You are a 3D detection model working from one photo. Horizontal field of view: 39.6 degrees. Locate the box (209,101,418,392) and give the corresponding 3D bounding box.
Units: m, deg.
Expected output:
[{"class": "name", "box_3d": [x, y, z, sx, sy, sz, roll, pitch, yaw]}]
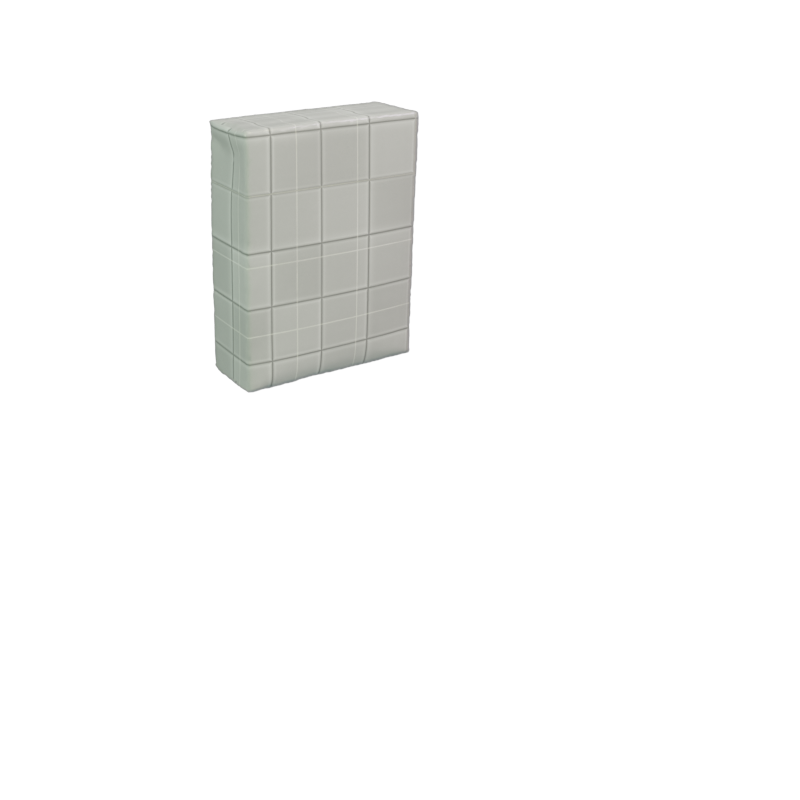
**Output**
[{"class": "box", "box_3d": [-0.072, -0.131, 0.914, 0.161, 0.205, 0.076, -13, 23, -33]}]
